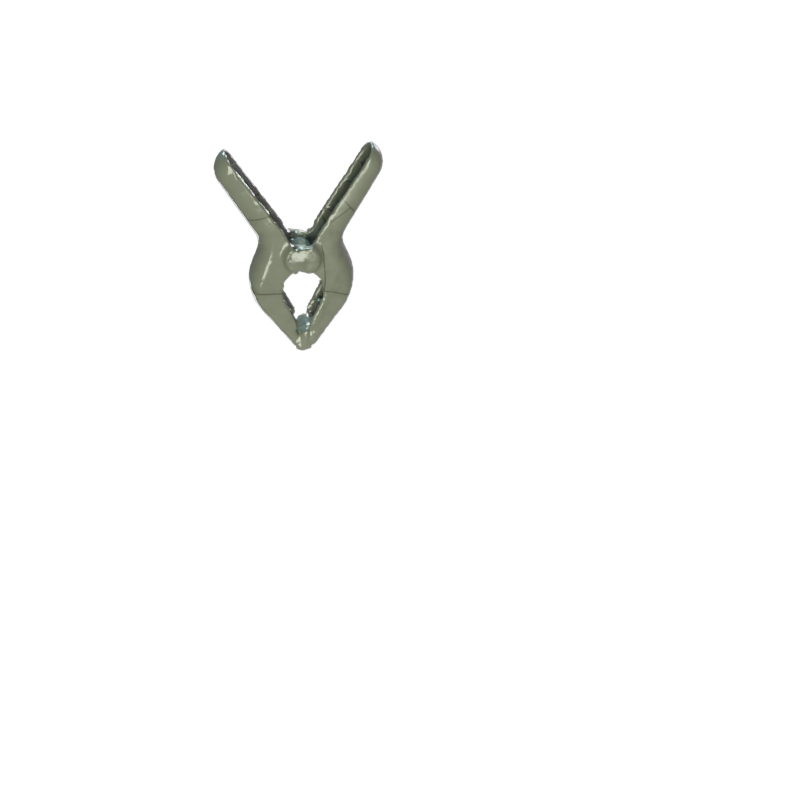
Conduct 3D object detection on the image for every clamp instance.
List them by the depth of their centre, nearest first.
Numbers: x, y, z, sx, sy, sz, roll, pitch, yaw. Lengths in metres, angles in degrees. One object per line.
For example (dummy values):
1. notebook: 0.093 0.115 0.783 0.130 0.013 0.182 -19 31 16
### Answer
1. clamp: -0.065 -0.118 0.827 0.120 0.160 0.042 -7 34 4
